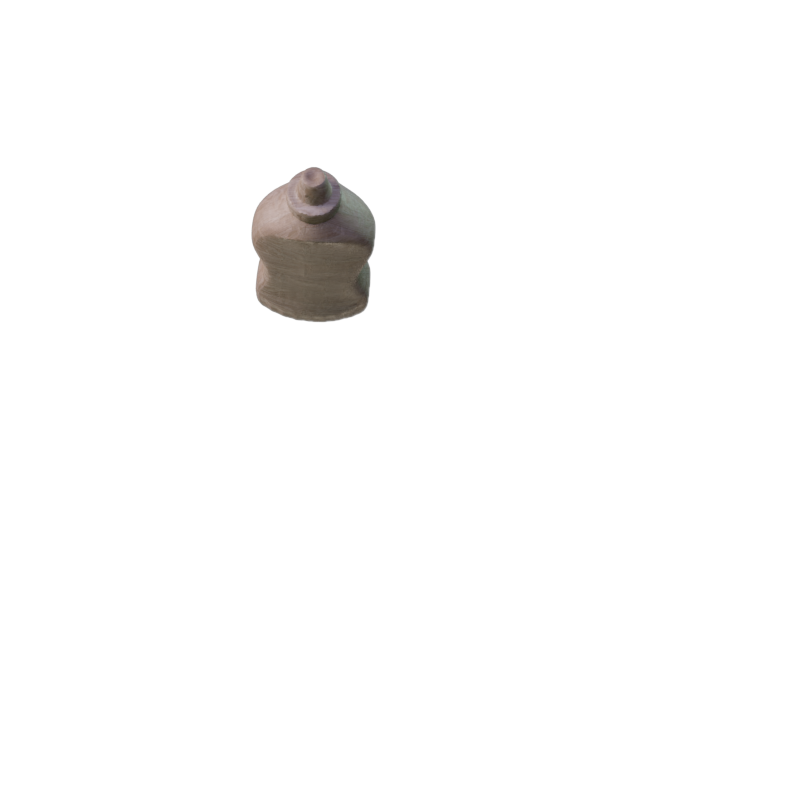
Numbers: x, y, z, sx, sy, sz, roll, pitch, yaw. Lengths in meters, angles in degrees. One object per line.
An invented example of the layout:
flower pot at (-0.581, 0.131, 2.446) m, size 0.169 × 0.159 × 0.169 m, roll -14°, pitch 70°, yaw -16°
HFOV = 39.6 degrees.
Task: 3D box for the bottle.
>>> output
bottle at (-0.068, -0.125, 0.874) m, size 0.096 × 0.061 × 0.182 m, roll 7°, pitch -22°, yaw -1°
